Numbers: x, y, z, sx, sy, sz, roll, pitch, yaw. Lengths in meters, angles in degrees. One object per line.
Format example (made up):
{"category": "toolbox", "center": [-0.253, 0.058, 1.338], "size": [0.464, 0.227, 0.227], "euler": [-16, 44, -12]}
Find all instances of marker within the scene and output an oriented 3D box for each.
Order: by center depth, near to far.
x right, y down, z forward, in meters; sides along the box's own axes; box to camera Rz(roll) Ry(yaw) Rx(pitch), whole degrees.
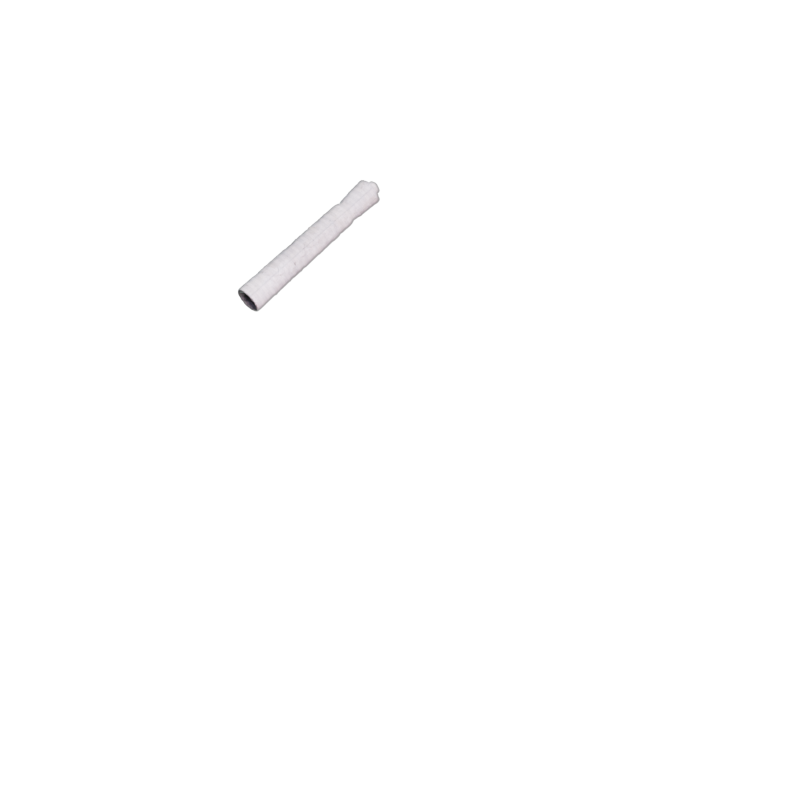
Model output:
{"category": "marker", "center": [-0.057, -0.103, 0.723], "size": [0.123, 0.019, 0.020], "euler": [-45, 24, -22]}
